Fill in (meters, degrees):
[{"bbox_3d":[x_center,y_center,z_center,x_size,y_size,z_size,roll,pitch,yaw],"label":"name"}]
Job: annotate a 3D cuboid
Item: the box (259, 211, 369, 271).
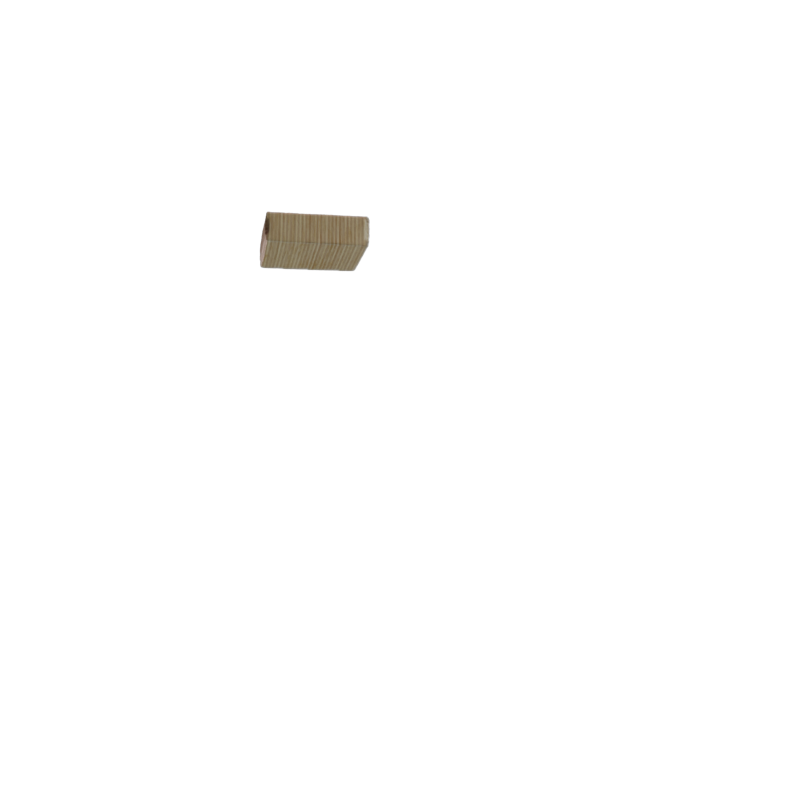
[{"bbox_3d":[-0.075,-0.137,0.962,0.088,0.031,0.071,2,-13,-8],"label":"box"}]
